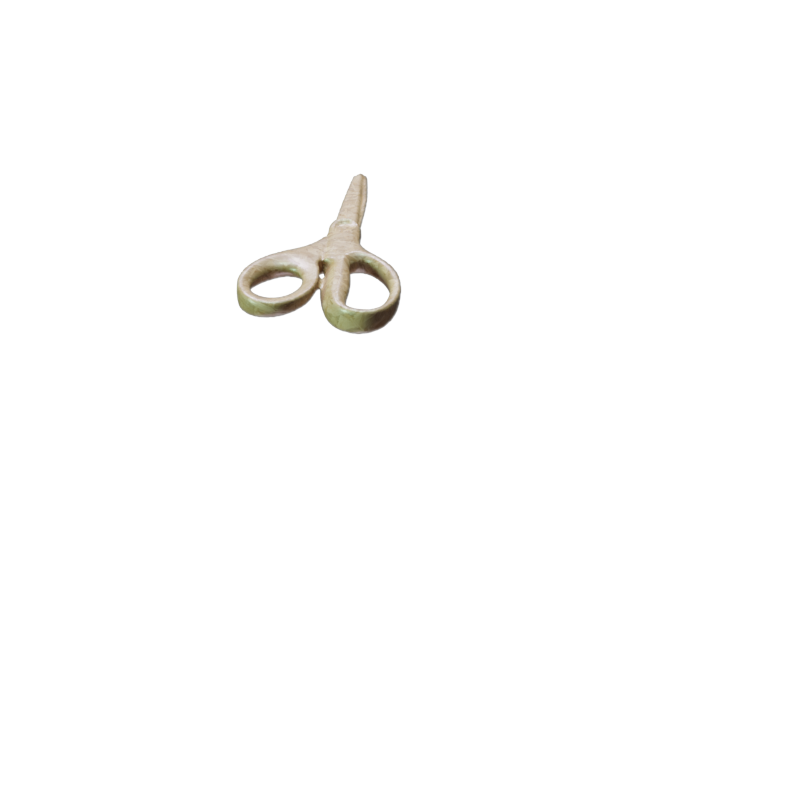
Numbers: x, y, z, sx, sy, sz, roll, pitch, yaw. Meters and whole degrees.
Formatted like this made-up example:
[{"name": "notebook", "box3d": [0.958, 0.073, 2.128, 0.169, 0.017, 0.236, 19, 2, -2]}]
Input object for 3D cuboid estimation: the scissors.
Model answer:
[{"name": "scissors", "box3d": [-0.051, -0.092, 0.647, 0.095, 0.015, 0.216, -5, 31, -9]}]
